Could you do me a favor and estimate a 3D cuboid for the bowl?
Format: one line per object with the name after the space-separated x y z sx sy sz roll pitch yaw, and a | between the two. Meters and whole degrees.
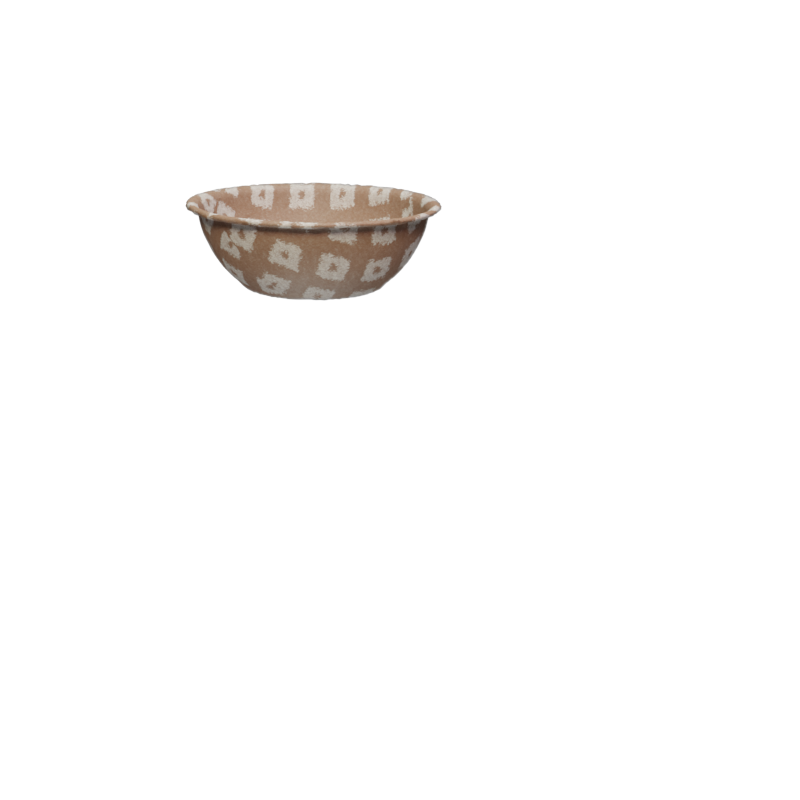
-0.055 -0.101 0.708 0.162 0.053 0.168 -1 18 -2 | bowl
